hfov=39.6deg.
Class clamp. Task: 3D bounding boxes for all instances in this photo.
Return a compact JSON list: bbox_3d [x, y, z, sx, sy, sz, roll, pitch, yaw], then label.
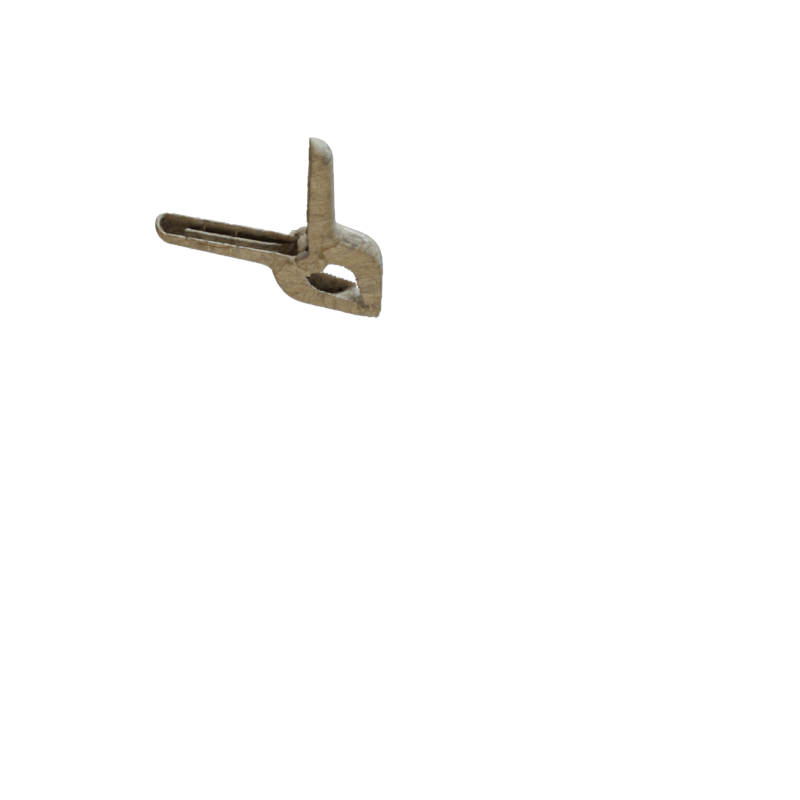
[{"bbox_3d":[-0.071,-0.129,0.905,0.165,0.039,0.196,-25,-40,34],"label":"clamp"}]
